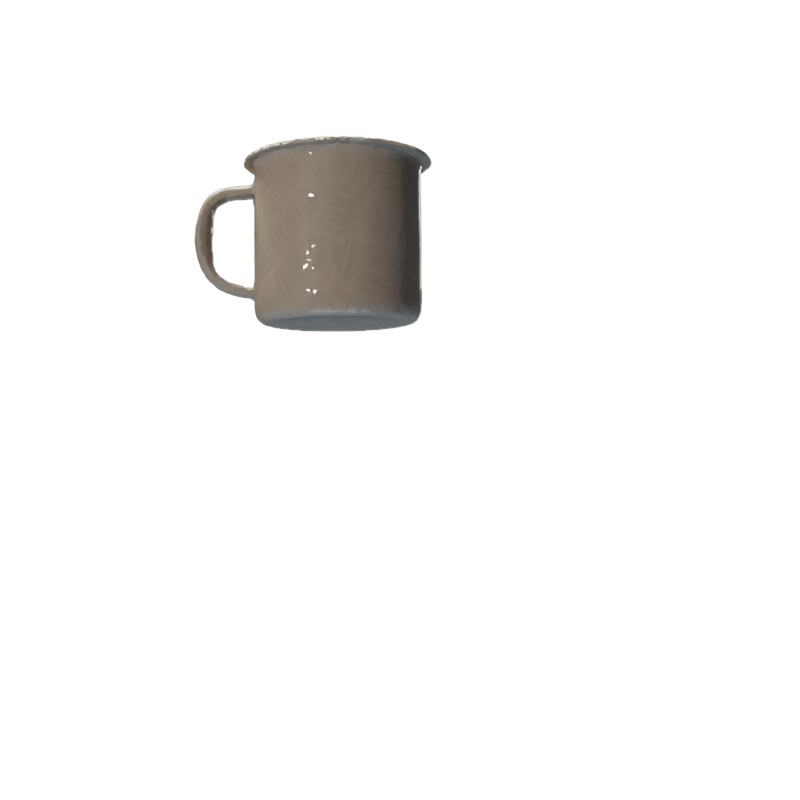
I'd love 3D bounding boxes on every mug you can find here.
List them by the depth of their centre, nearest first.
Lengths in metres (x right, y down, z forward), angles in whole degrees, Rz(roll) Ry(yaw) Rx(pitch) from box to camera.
[{"bbox_3d":[-0.043,-0.078,0.544,0.117,0.083,0.091,0,-6,-1],"label":"mug"}]
